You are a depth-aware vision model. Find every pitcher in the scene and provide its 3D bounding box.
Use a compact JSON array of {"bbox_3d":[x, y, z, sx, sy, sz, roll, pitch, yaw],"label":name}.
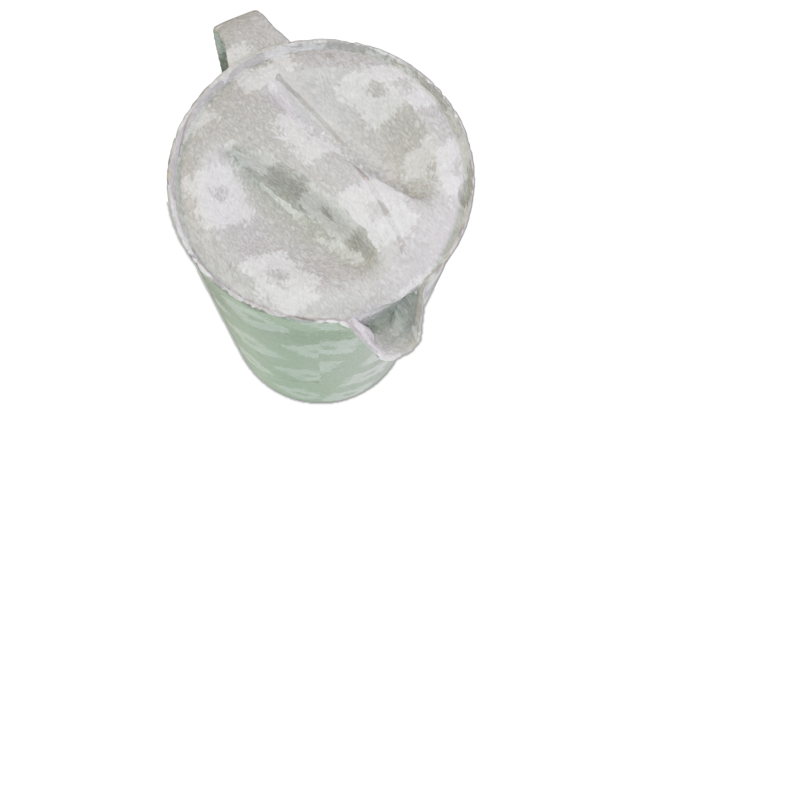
[{"bbox_3d":[-0.046,-0.084,0.587,0.146,0.154,0.234,19,-15,2],"label":"pitcher"}]
